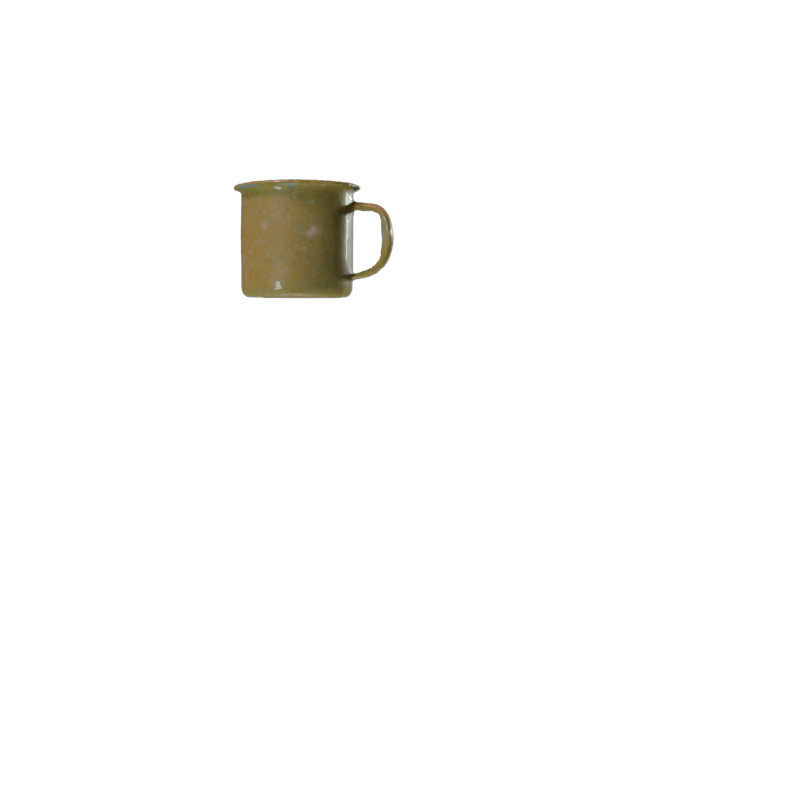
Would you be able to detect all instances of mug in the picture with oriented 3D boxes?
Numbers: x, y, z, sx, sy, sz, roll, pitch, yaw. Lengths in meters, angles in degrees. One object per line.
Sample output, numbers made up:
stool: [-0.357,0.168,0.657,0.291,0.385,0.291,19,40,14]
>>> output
mug: [-0.063,-0.115,0.807,0.118,0.082,0.092,0,1,5]
